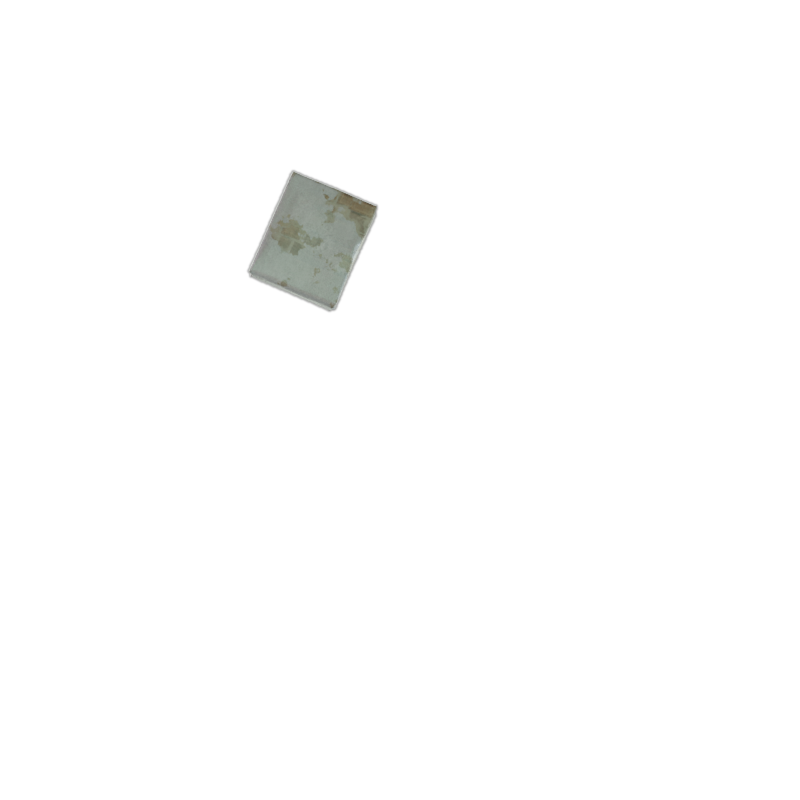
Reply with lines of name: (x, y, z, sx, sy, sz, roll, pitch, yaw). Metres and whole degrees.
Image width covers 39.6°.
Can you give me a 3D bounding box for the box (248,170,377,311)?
box: (-0.068, -0.123, 0.864, 0.074, 0.091, 0.029, 22, -12, 4)
